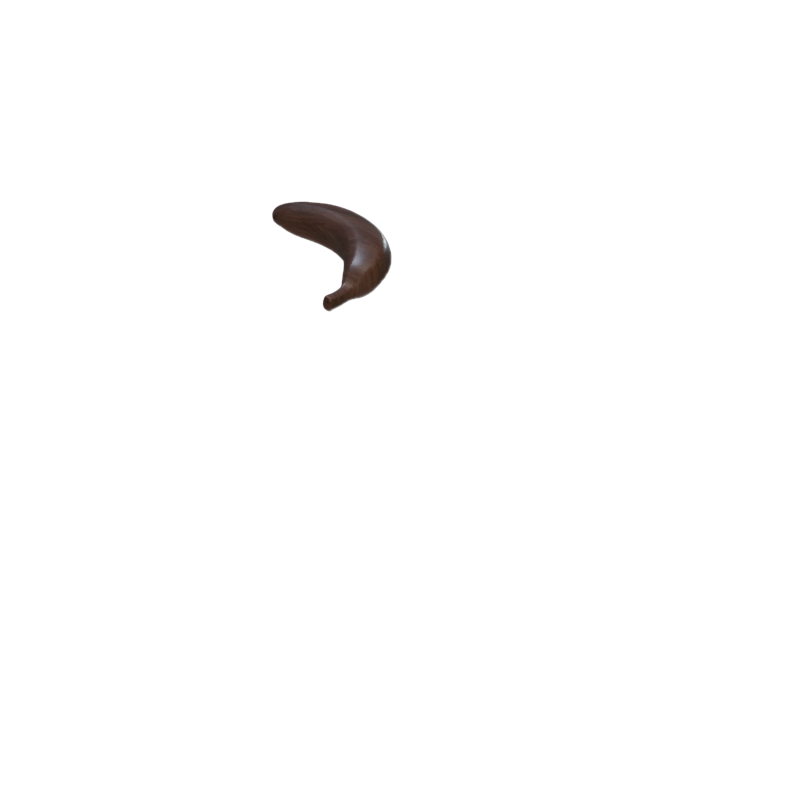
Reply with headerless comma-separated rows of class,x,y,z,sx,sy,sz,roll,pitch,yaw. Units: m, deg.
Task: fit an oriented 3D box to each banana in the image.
banana,-0.050,-0.126,0.883,0.068,0.035,0.211,-7,27,-15
